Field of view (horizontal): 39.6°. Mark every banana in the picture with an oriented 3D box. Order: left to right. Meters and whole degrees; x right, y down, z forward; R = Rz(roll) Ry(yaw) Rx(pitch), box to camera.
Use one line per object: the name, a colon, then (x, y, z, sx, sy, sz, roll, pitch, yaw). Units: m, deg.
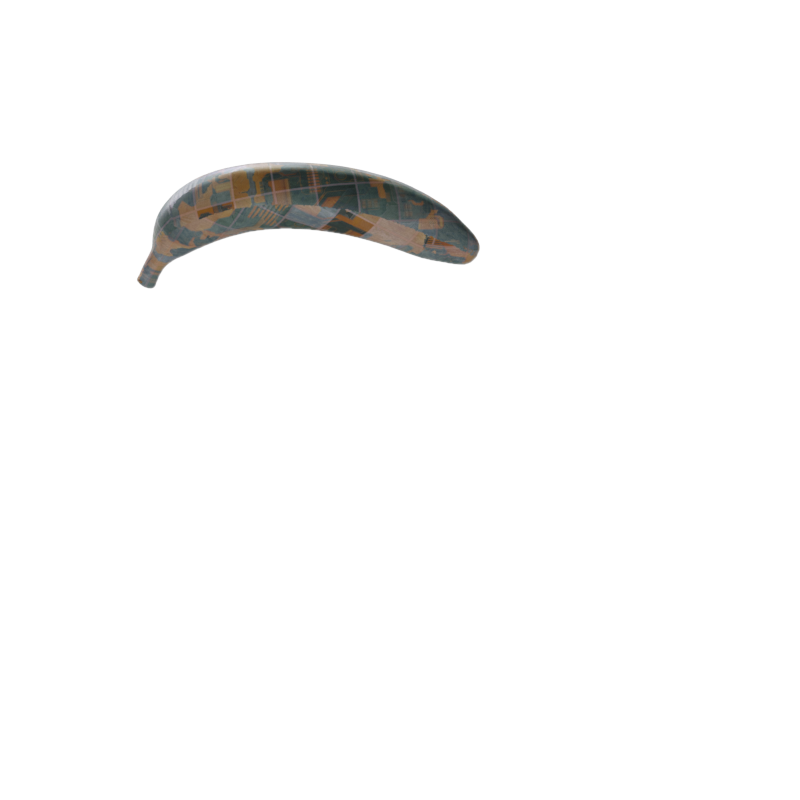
banana: (-0.054, -0.104, 0.628, 0.198, 0.065, 0.039, -3, 43, 2)
